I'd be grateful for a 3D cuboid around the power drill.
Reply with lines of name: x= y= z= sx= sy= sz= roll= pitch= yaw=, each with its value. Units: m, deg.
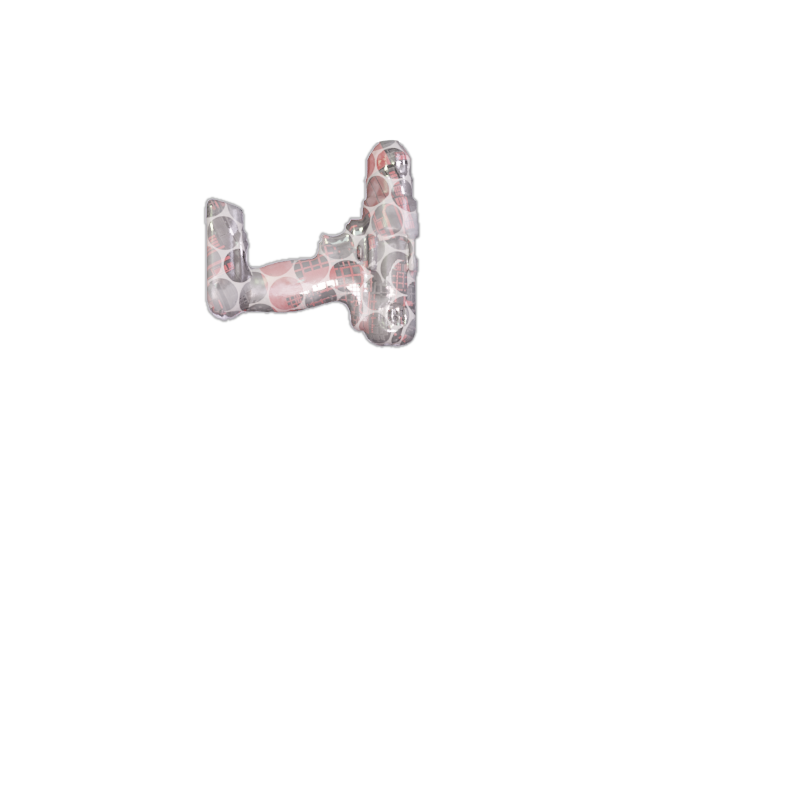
power drill: x=-0.076 y=-0.139 z=0.974 sx=0.187 sy=0.190 sz=0.056 roll=-1 pitch=-12 yaw=0
